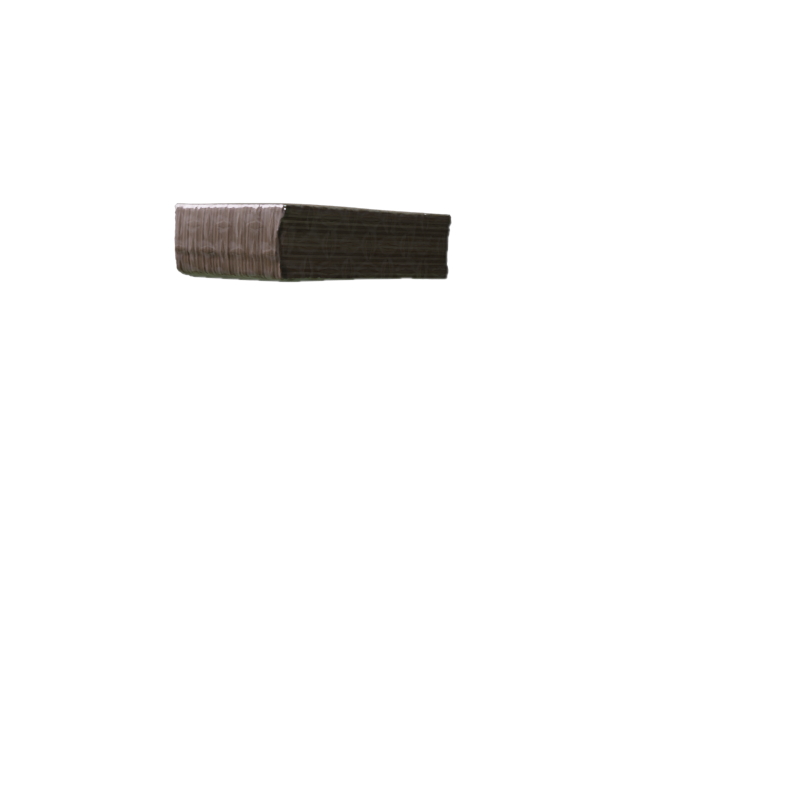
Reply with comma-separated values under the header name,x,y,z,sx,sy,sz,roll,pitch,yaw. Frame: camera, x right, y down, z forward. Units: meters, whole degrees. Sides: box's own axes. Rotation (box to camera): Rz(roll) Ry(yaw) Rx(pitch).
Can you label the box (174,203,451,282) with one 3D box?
name,x,y,z,sx,sy,sz,roll,pitch,yaw
box,-0.044,-0.080,0.561,0.110,0.038,0.094,-7,11,-43
